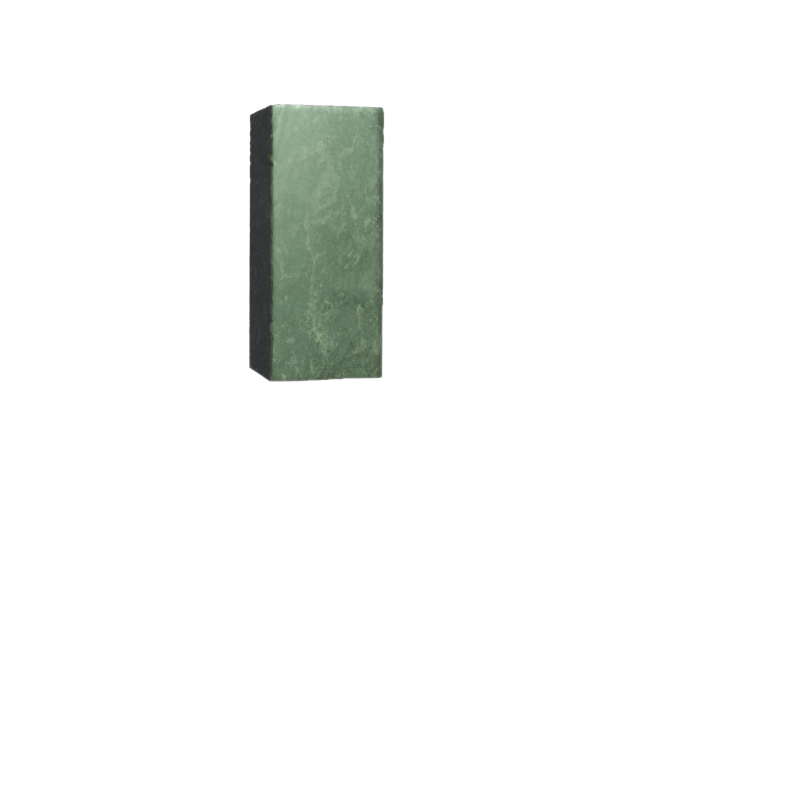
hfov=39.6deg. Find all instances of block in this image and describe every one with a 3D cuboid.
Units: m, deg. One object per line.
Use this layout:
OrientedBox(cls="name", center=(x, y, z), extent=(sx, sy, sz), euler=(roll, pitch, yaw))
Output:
OrientedBox(cls="block", center=(-0.067, -0.124, 0.870), extent=(0.088, 0.205, 0.093), euler=(-1, 2, -17))
